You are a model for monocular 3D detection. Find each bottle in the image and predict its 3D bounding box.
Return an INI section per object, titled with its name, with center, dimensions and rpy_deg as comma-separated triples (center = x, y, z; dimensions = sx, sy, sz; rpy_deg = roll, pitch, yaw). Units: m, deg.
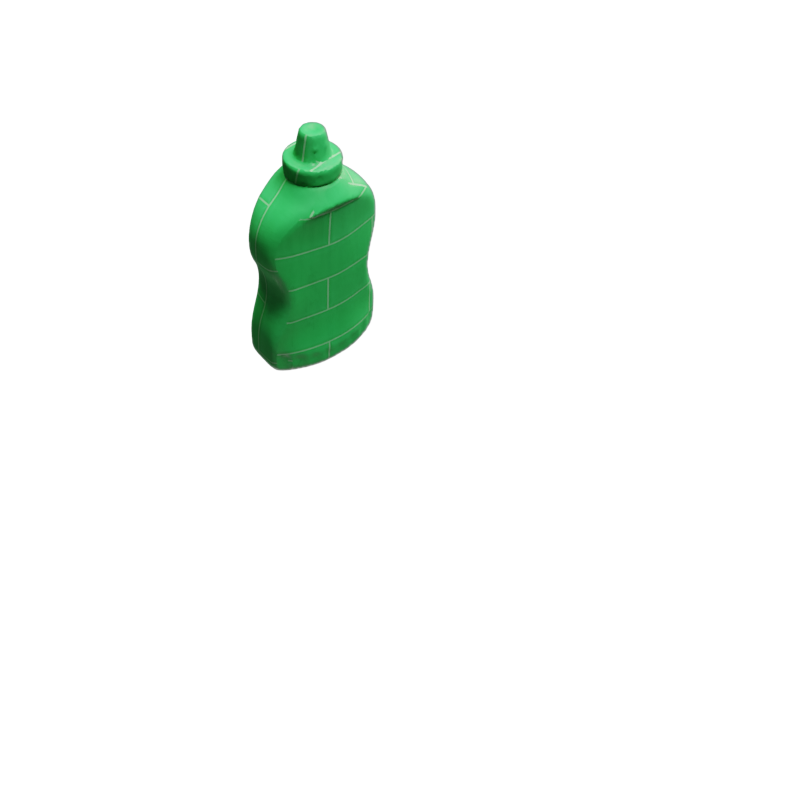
[bottle]
center = -0.062, -0.113, 0.787
dimensions = 0.096, 0.179, 0.063
rpy_deg = -26, 51, -27
